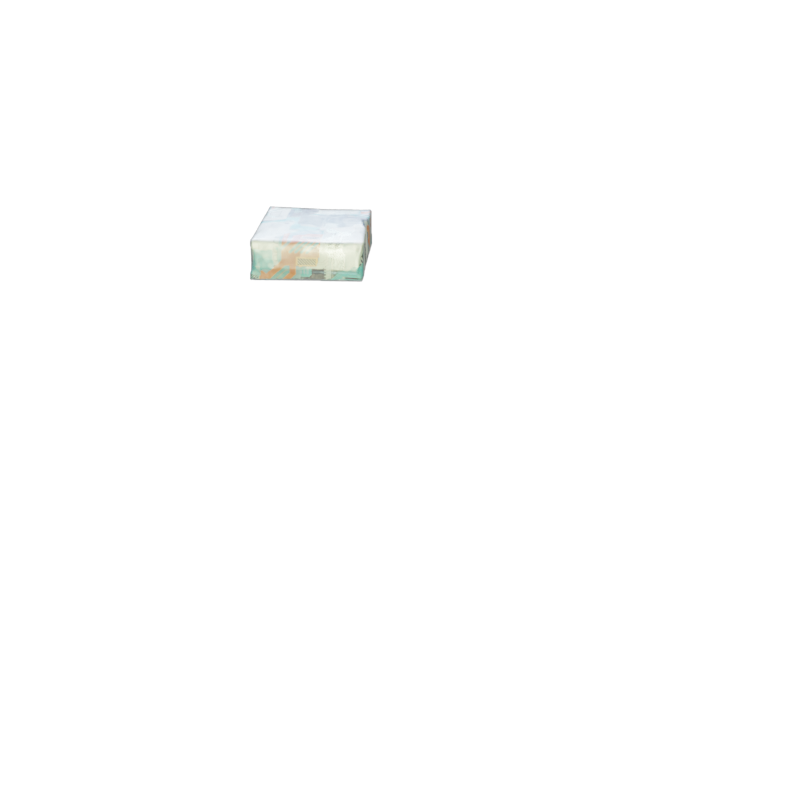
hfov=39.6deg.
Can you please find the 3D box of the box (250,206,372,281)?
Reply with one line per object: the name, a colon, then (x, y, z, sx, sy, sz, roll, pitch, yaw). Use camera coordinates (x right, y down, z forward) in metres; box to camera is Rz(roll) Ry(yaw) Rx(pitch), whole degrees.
box: (-0.058, -0.106, 0.740, 0.074, 0.029, 0.093, 2, 22, 4)
